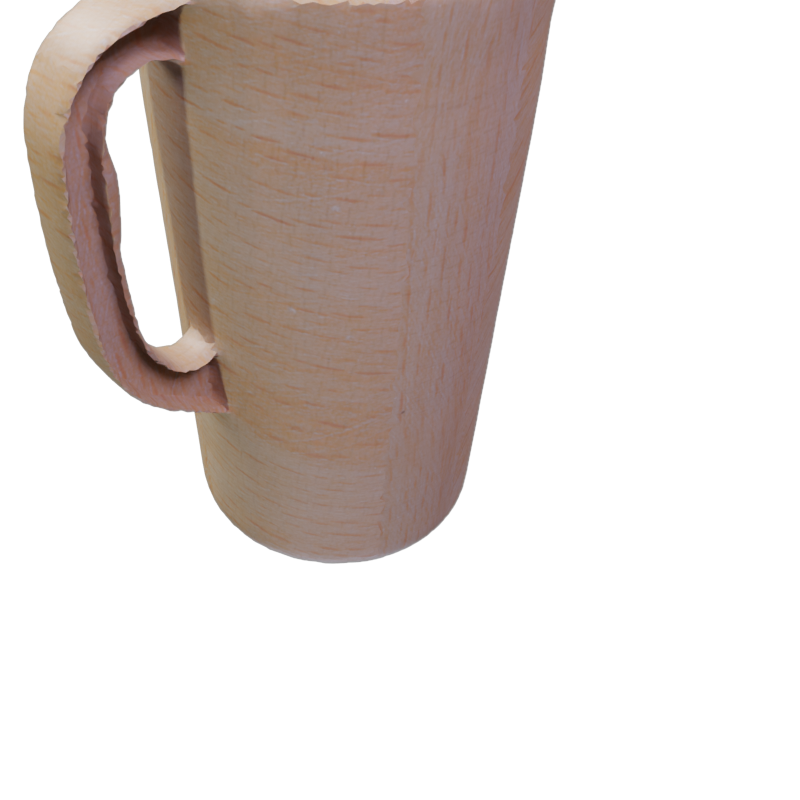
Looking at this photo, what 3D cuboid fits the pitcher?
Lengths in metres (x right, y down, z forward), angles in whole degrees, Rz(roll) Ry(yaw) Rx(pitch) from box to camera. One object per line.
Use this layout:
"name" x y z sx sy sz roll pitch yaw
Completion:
"pitcher" -0.030 -0.055 0.385 0.149 0.227 0.155 3 38 0
